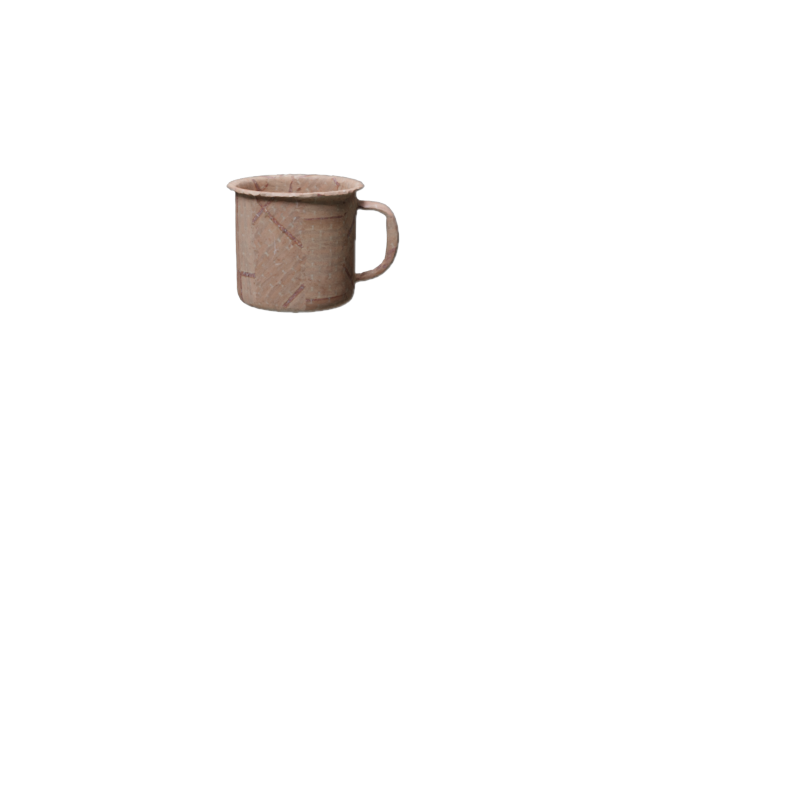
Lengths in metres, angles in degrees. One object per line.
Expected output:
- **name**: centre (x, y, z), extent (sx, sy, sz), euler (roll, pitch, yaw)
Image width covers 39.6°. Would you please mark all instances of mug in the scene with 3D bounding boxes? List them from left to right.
- **mug**: centre (-0.059, -0.108, 0.757), extent (0.116, 0.079, 0.097), euler (-1, 16, -5)
